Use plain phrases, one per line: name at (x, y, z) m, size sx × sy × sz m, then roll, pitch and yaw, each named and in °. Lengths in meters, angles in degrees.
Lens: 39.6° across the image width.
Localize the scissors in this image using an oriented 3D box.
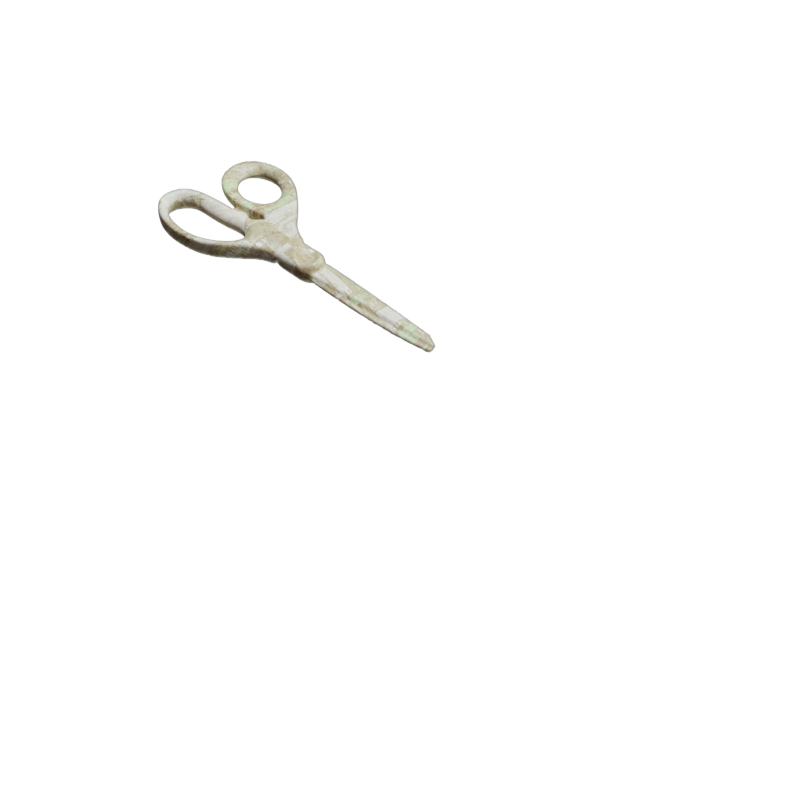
scissors at (-0.053, -0.096, 0.672) m, size 0.210 × 0.015 × 0.099 m, roll 22°, pitch 50°, yaw 20°
